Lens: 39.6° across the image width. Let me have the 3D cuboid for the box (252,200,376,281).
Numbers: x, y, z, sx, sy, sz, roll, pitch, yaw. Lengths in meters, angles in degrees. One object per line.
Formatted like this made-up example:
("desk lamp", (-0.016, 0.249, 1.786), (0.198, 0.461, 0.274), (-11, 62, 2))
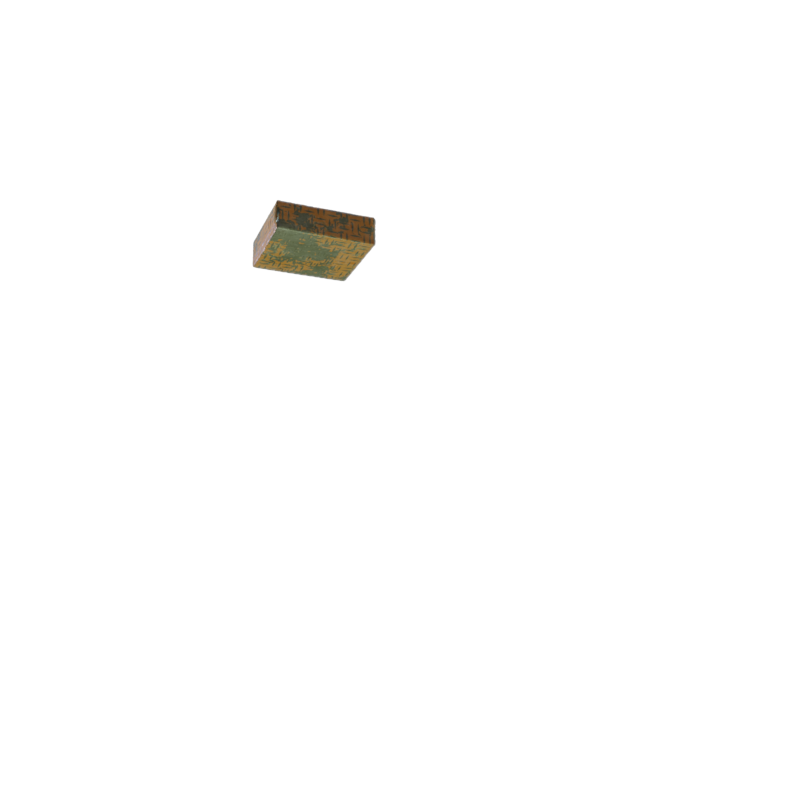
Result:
("box", (-0.074, -0.135, 0.946), (0.087, 0.032, 0.071), (8, -25, -18))
